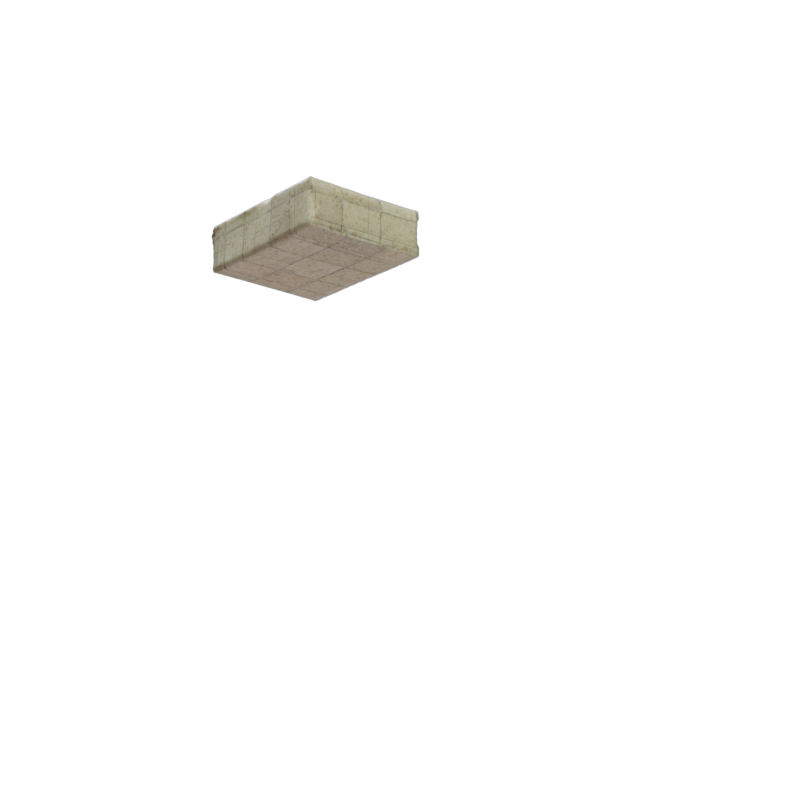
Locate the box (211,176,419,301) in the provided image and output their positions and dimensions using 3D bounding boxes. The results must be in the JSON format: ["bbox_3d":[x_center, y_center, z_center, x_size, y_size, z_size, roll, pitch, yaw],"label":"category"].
[{"bbox_3d":[-0.046,-0.084,0.587,0.069,0.031,0.090,13,-20,-39],"label":"box"}]
